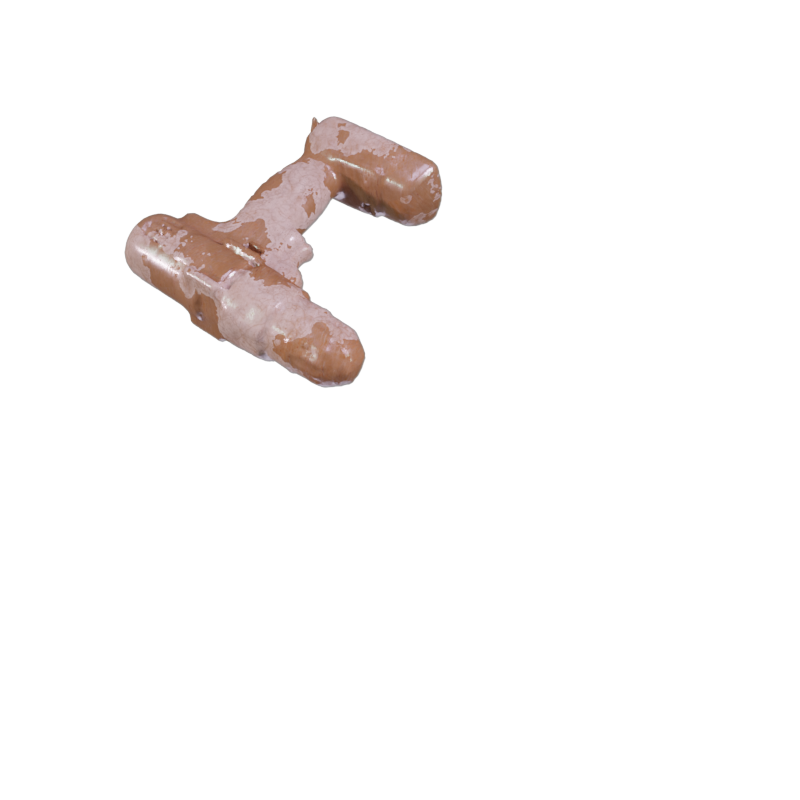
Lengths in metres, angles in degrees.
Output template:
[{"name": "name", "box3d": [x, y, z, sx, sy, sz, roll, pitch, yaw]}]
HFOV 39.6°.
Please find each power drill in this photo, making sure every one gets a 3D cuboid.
[{"name": "power drill", "box3d": [-0.056, -0.103, 0.719, 0.195, 0.053, 0.190, 30, 53, 26]}]
